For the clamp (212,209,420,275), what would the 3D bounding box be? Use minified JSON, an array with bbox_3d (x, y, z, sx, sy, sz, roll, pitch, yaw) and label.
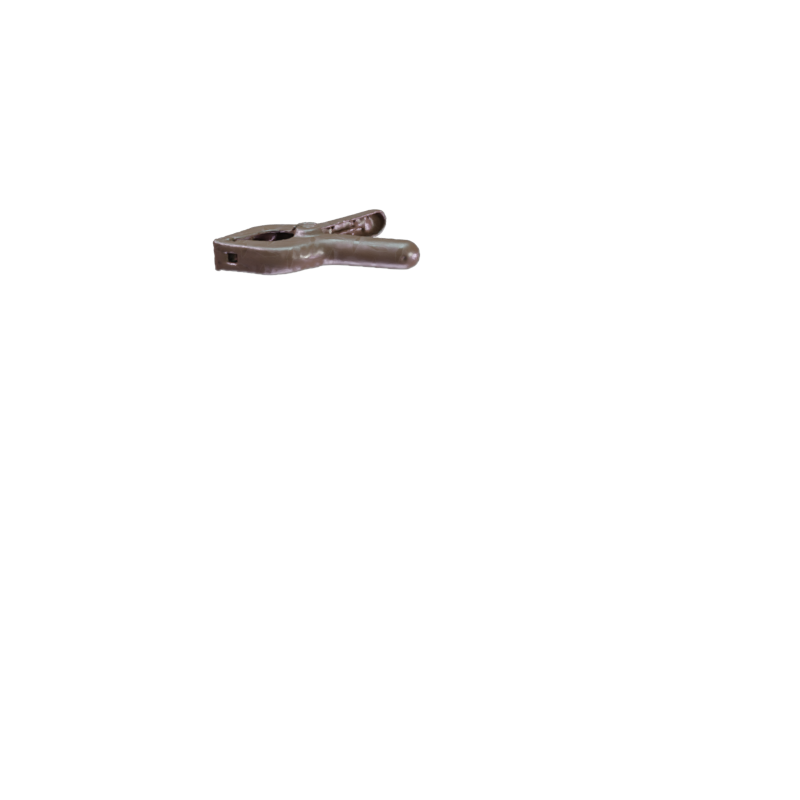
[{"bbox_3d":[-0.075,-0.137,0.961,0.171,0.038,0.125,-1,18,-4],"label":"clamp"}]
